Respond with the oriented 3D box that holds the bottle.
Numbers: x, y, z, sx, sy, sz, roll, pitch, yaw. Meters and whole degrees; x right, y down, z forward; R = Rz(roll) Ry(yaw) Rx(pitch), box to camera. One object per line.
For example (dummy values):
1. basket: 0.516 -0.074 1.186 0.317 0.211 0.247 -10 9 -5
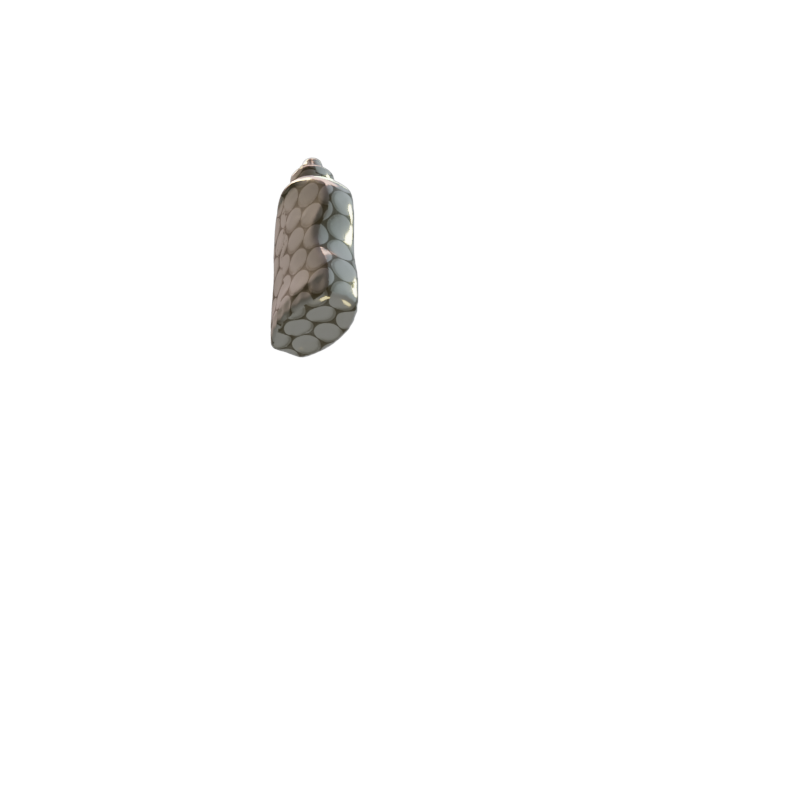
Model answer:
1. bottle: -0.077 -0.140 0.981 0.056 0.205 0.094 19 -42 -27
